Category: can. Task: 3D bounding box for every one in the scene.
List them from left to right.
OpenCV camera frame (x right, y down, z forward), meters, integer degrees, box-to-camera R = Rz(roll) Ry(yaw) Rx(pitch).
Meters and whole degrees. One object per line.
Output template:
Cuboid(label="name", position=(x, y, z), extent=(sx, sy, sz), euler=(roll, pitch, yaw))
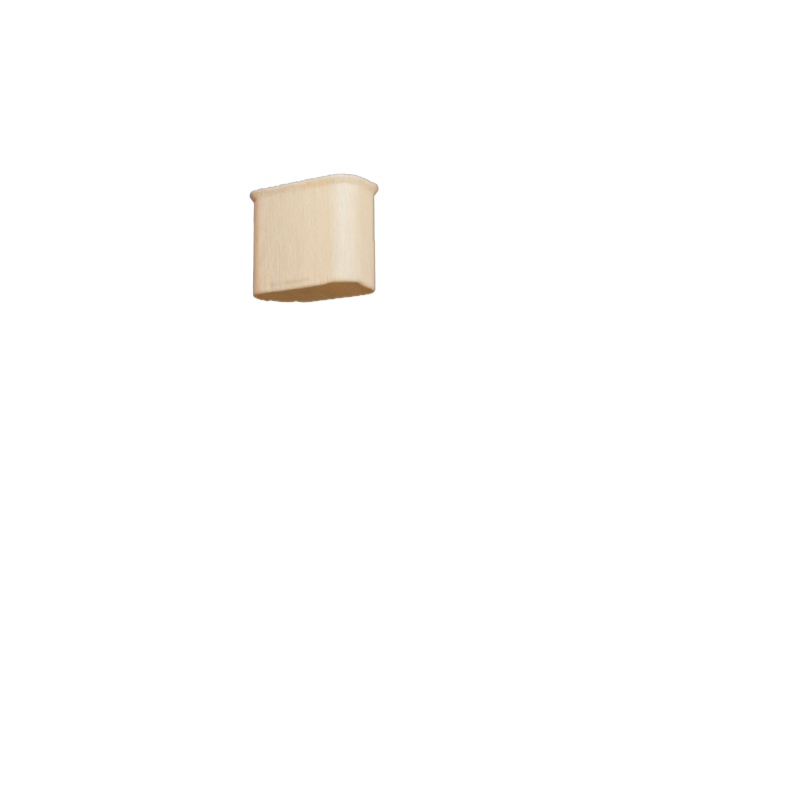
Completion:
Cuboid(label="can", position=(-0.067, -0.123, 0.861), extent=(0.105, 0.086, 0.054), euler=(-6, -13, 31))
